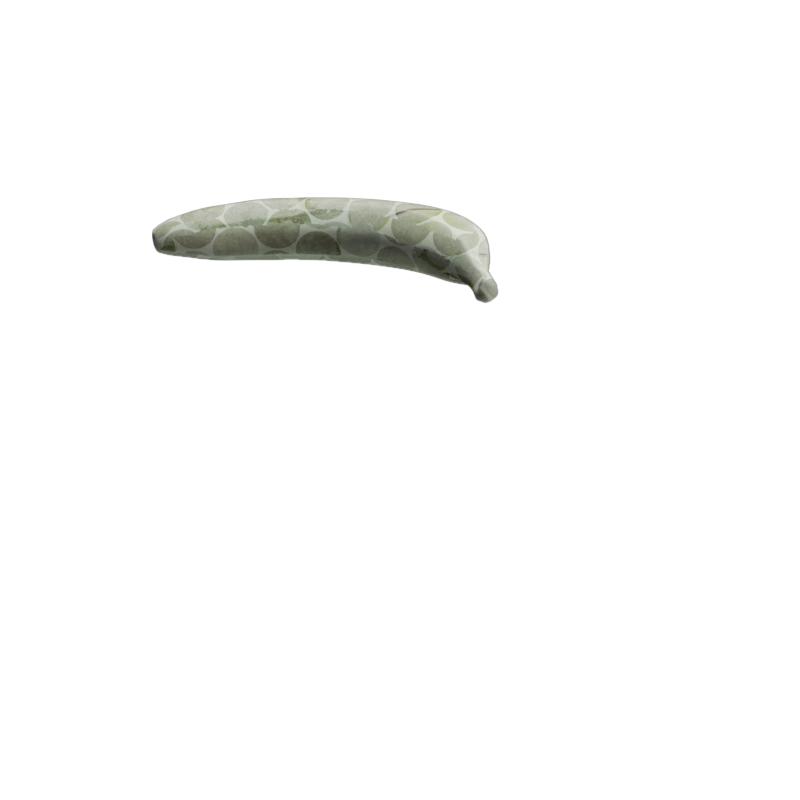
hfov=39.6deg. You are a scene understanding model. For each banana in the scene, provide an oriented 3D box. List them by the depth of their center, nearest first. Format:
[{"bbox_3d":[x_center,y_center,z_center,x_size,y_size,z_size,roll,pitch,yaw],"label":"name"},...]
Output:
[{"bbox_3d":[-0.034,-0.087,0.590,0.205,0.035,0.069,9,20,24],"label":"banana"}]
